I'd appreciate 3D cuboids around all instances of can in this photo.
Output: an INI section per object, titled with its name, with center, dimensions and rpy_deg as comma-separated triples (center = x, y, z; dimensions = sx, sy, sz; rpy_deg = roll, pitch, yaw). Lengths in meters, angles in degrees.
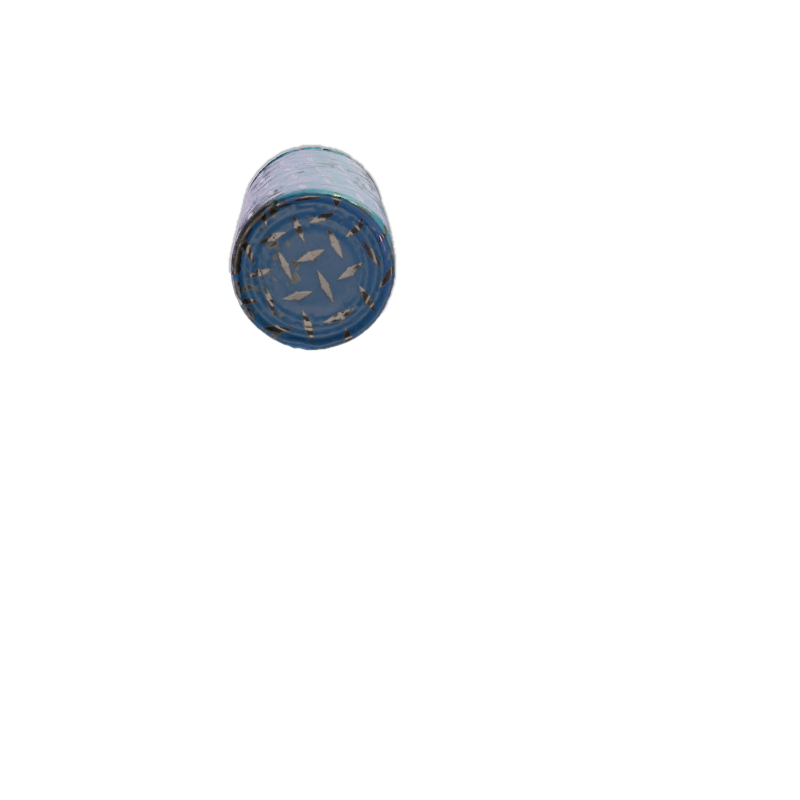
[can]
center = -0.038, -0.069, 0.487
dimensions = 0.068, 0.066, 0.107
rpy_deg = 0, 20, -3
